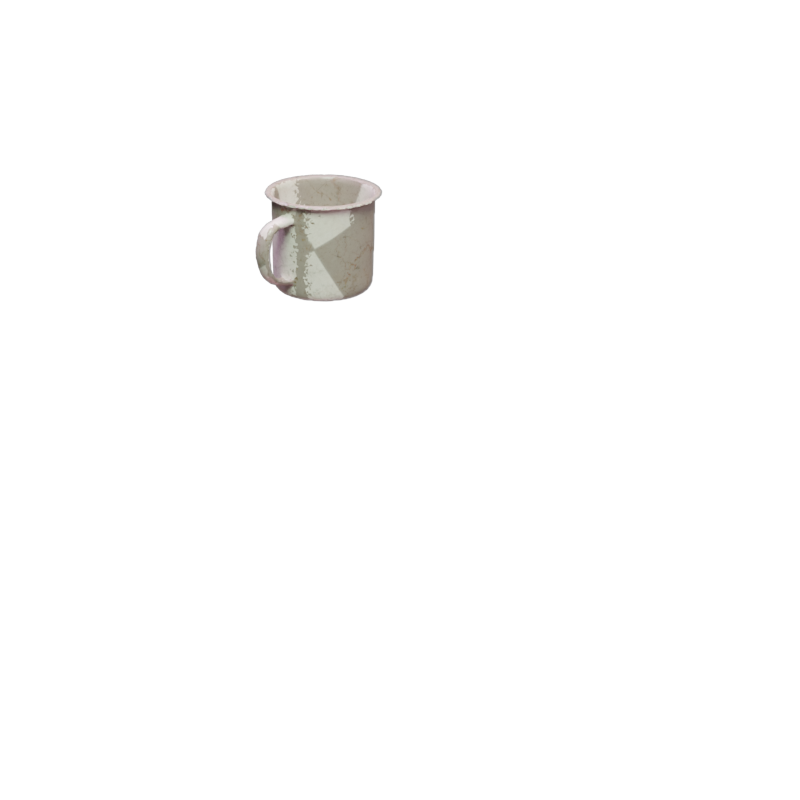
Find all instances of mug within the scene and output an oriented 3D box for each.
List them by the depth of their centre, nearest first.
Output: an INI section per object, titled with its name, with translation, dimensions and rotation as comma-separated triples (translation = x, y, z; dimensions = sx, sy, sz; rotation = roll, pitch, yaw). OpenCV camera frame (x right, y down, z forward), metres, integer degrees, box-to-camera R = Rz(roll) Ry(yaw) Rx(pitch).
[mug]
translation = -0.069, -0.126, 0.884
dimensions = 0.098, 0.078, 0.116
rotation = 18, 30, 35
